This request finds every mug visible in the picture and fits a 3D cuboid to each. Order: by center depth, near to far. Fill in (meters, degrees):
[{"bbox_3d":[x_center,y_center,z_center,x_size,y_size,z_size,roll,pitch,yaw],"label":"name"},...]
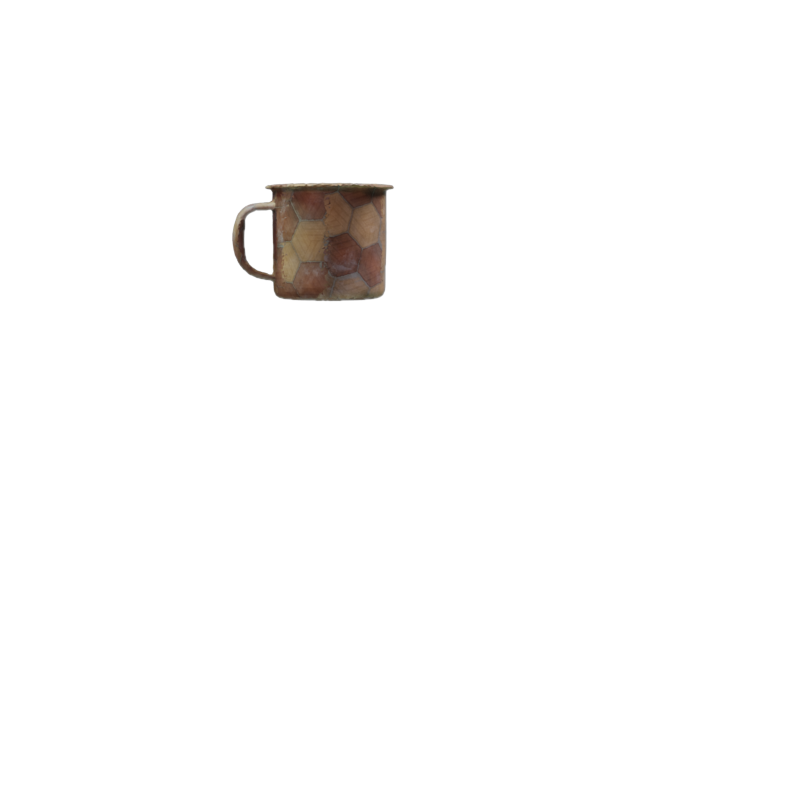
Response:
[{"bbox_3d":[-0.062,-0.114,0.798,0.115,0.081,0.096,-2,6,-16],"label":"mug"}]
